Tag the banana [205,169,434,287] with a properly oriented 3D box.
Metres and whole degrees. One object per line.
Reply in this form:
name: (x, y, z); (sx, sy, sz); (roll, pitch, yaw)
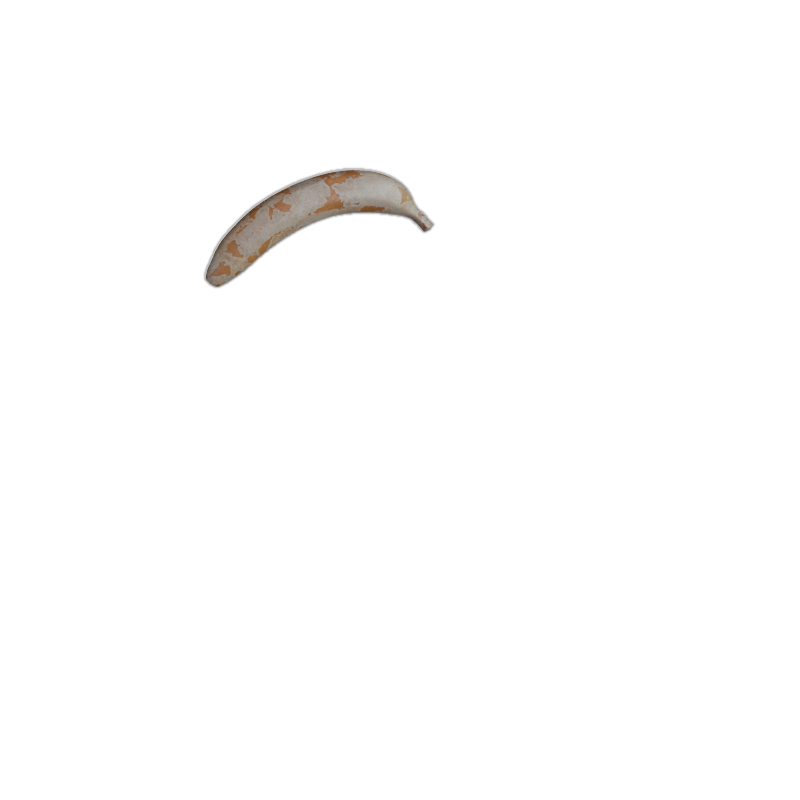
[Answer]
banana: (-0.074, -0.151, 0.927); (0.197, 0.071, 0.036); (-15, -4, -2)
